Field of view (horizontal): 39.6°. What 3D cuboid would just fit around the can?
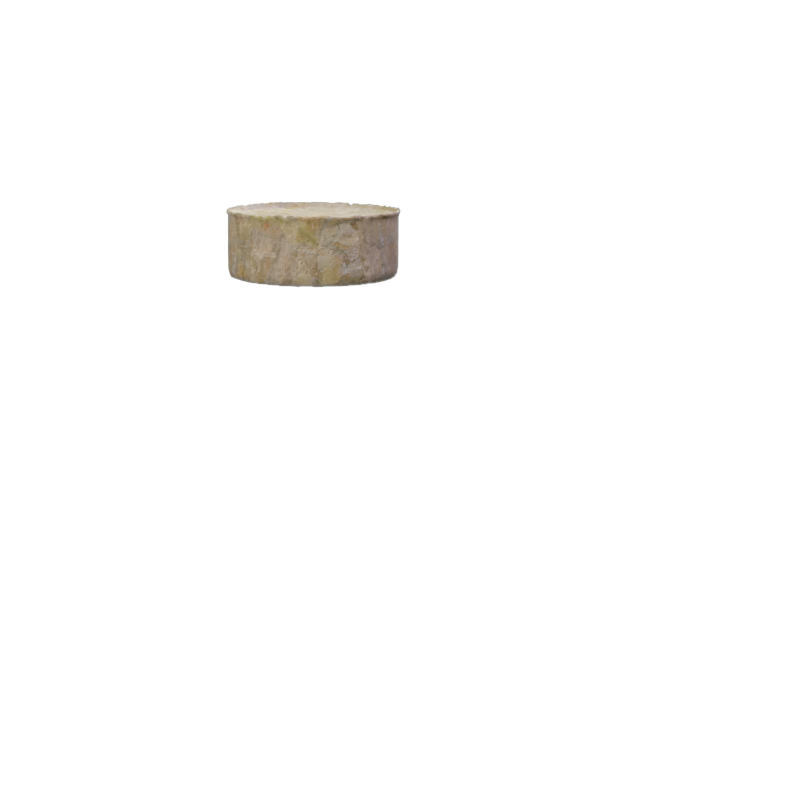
[{"bbox_3d":[-0.043,-0.078,0.548,0.086,0.033,0.088,0,13,-2],"label":"can"}]
